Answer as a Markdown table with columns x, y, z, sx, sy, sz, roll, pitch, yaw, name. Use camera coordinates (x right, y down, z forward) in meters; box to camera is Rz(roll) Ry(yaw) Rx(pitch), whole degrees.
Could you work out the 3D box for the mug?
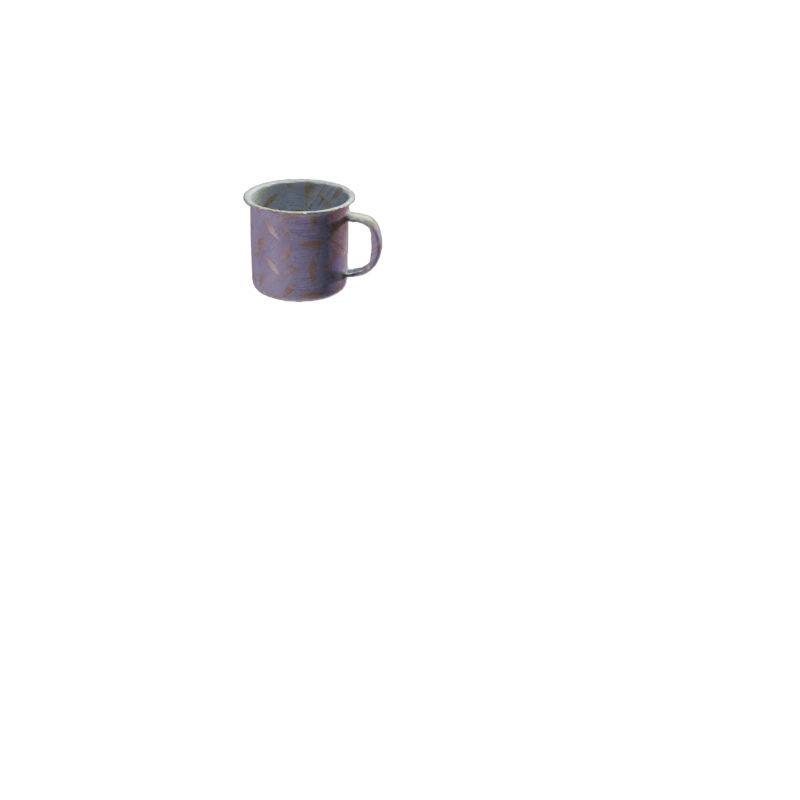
| x | y | z | sx | sy | sz | roll | pitch | yaw | name |
| --- | --- | --- | --- | --- | --- | --- | --- | --- | --- |
| -0.073 | -0.133 | 0.930 | 0.119 | 0.078 | 0.097 | 5 | 25 | 9 | mug |
